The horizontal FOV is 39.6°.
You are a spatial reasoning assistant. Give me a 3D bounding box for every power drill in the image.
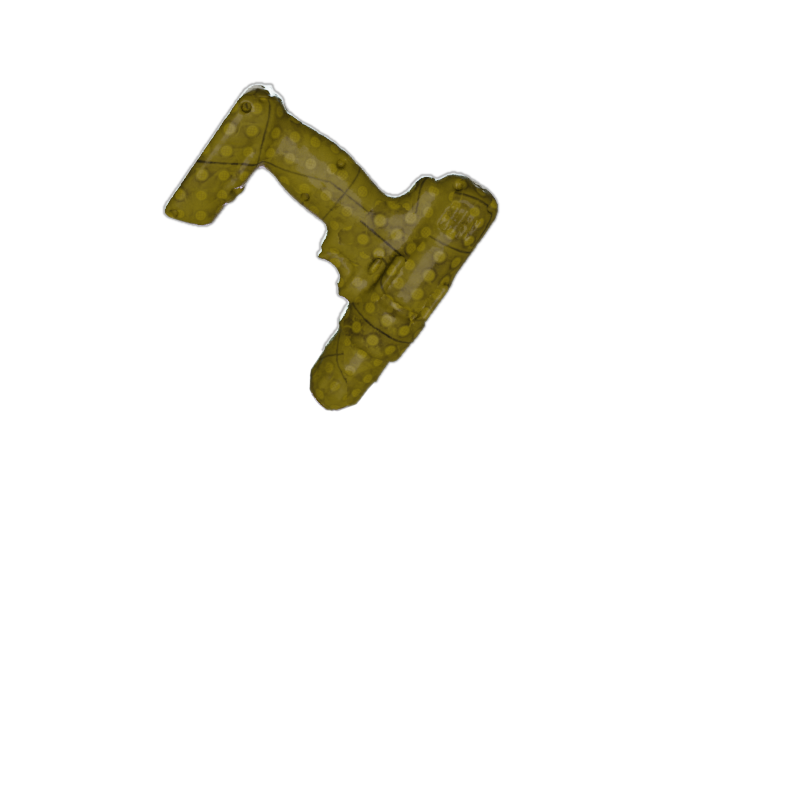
[{"bbox_3d":[-0.057,-0.104,0.728,0.184,0.182,0.059,33,13,-9],"label":"power drill"}]
